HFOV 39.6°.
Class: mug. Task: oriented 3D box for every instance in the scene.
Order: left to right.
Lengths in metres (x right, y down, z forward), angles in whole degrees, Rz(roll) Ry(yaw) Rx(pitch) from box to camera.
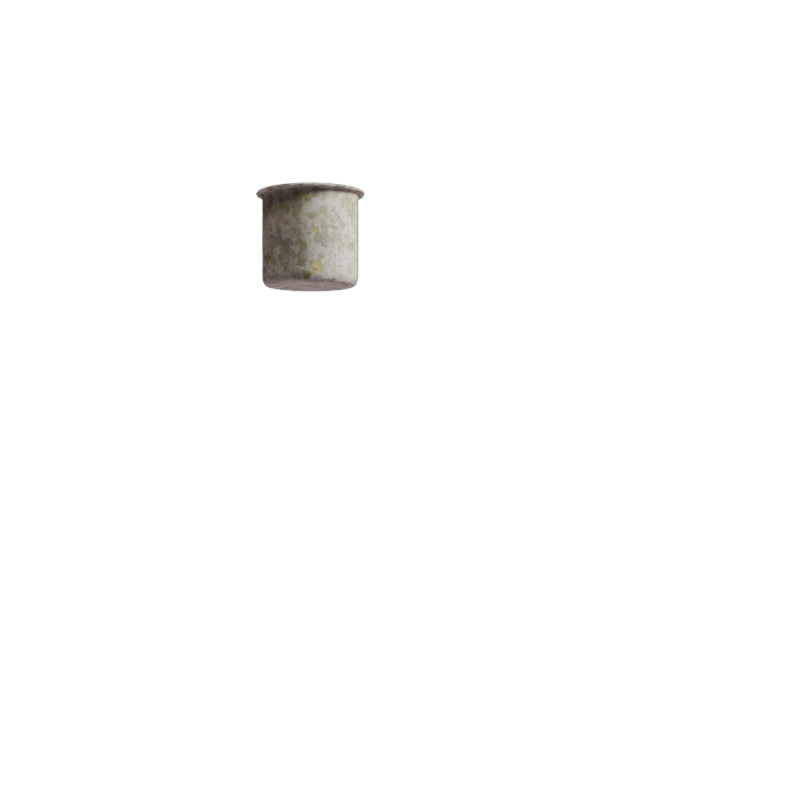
[{"bbox_3d":[-0.075,-0.136,0.956,0.094,0.083,0.114,-1,-3,10],"label":"mug"}]
